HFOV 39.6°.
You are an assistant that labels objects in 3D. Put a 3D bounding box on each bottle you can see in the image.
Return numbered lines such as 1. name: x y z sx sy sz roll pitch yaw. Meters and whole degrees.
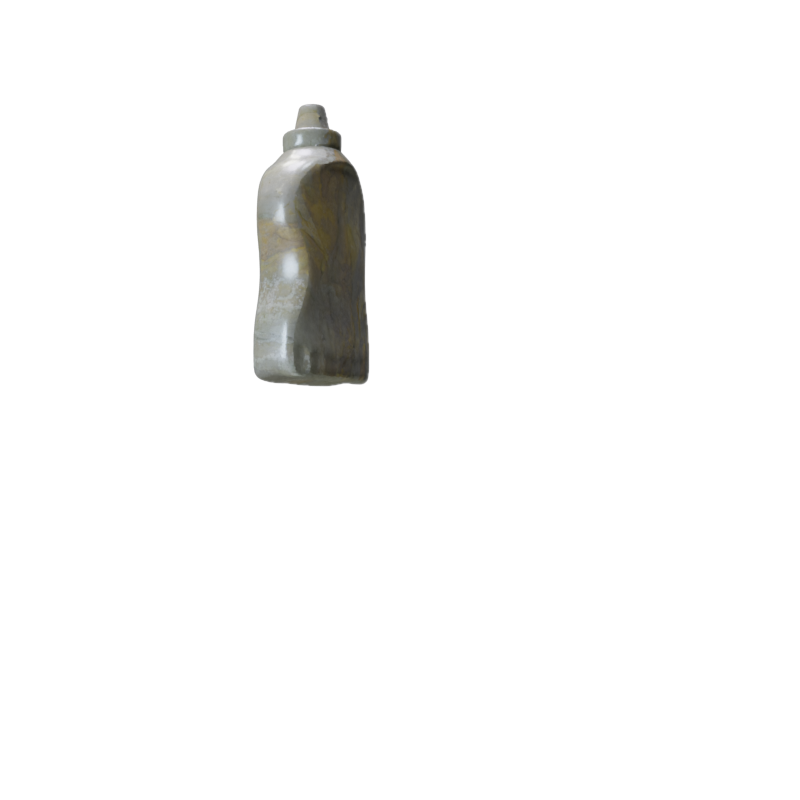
1. bottle: -0.060 -0.108 0.755 0.060 0.197 0.091 -8 -12 34
